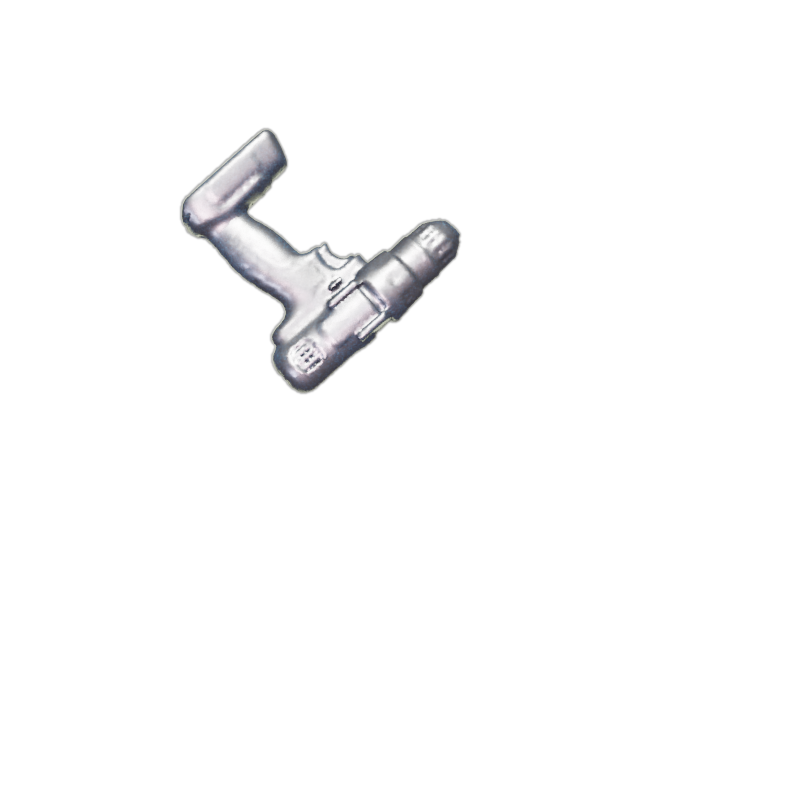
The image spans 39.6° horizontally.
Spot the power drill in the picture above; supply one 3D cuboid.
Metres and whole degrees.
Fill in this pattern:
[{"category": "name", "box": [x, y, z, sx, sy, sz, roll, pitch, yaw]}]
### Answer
[{"category": "power drill", "box": [-0.070, -0.128, 0.898, 0.185, 0.193, 0.055, -42, -10, -10]}]
